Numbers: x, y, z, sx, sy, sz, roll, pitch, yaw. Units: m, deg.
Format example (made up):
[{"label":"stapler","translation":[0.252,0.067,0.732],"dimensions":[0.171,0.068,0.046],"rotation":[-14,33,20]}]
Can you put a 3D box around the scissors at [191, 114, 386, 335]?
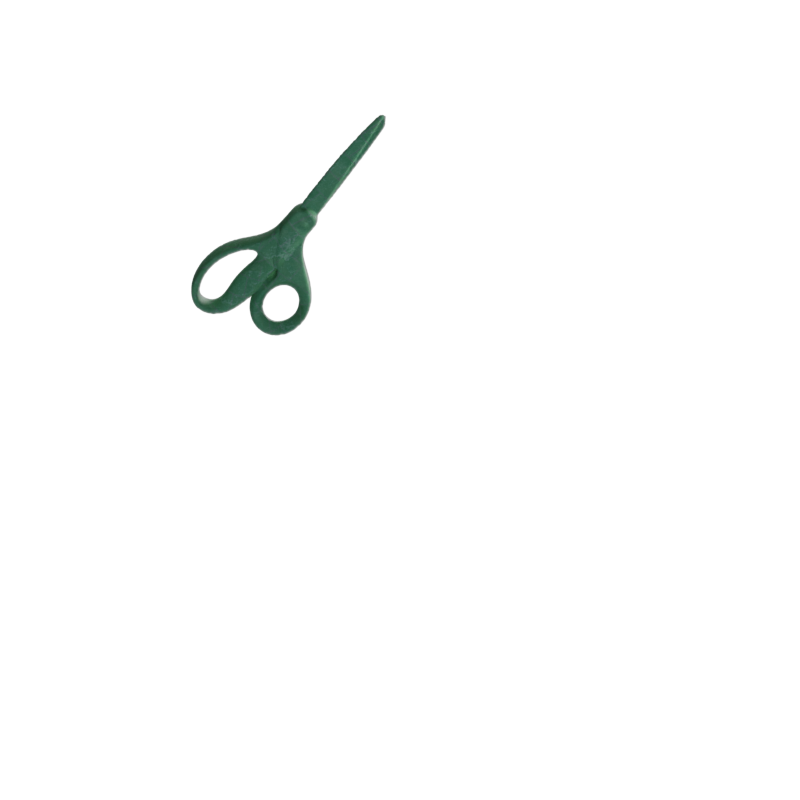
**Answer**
[{"label":"scissors","translation":[-0.062,-0.113,0.789],"dimensions":[0.201,0.090,0.017],"rotation":[-32,30,22]}]
